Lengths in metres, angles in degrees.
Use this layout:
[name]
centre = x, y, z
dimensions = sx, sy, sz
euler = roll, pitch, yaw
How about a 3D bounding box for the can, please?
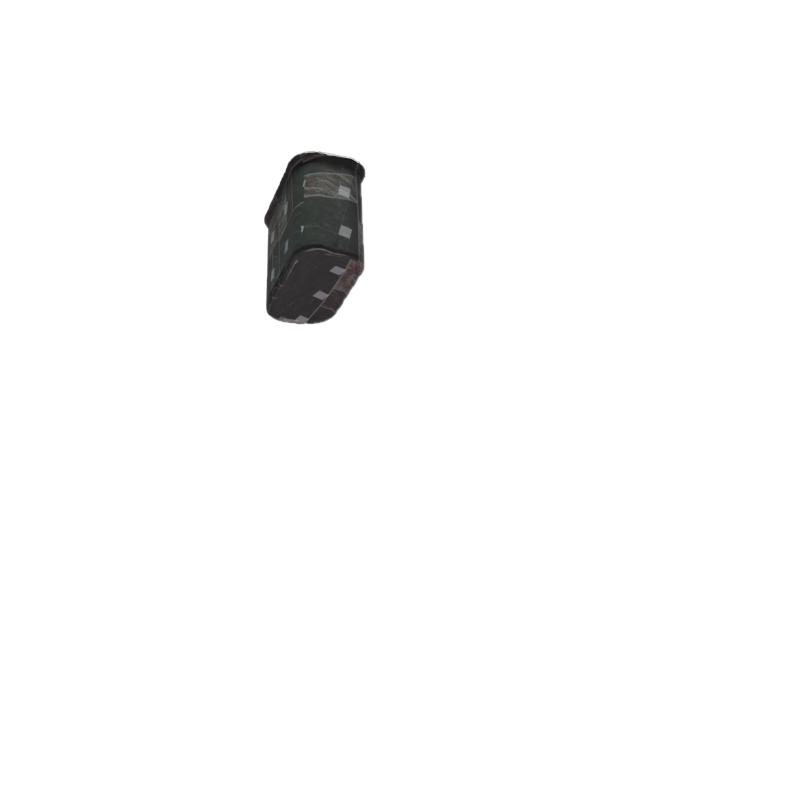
[can]
centre = -0.062, -0.114, 0.795
dimensions = 0.056, 0.089, 0.098
euler = 10, -33, -18
